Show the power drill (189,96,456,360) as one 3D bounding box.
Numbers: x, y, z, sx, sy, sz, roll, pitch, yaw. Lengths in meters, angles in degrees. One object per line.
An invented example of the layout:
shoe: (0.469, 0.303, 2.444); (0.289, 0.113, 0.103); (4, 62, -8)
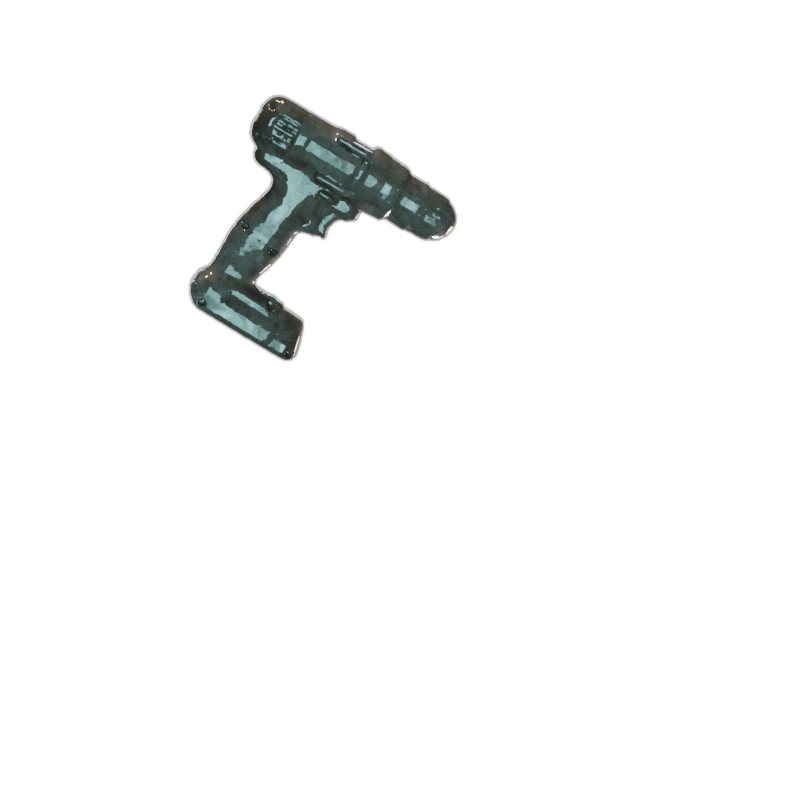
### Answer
power drill: (-0.071, -0.130, 0.908); (0.182, 0.186, 0.059); (31, 8, -5)
